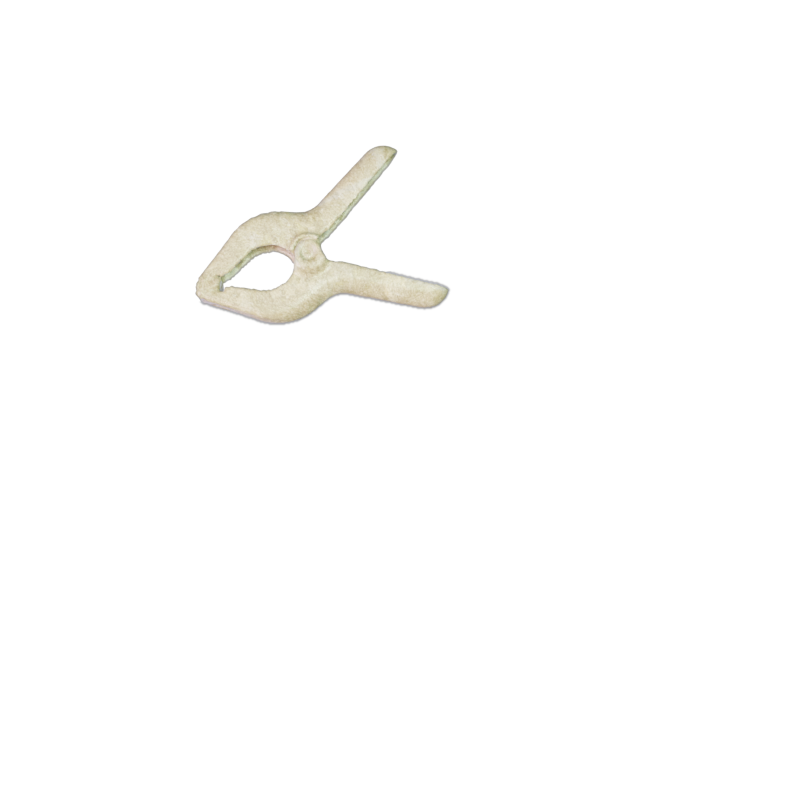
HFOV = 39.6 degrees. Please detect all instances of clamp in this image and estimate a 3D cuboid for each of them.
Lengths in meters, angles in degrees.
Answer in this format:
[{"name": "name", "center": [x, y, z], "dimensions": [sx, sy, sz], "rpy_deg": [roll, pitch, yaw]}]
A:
[{"name": "clamp", "center": [-0.061, -0.110, 0.773], "dimensions": [0.171, 0.126, 0.037], "rpy_deg": [-10, -19, -4]}]
